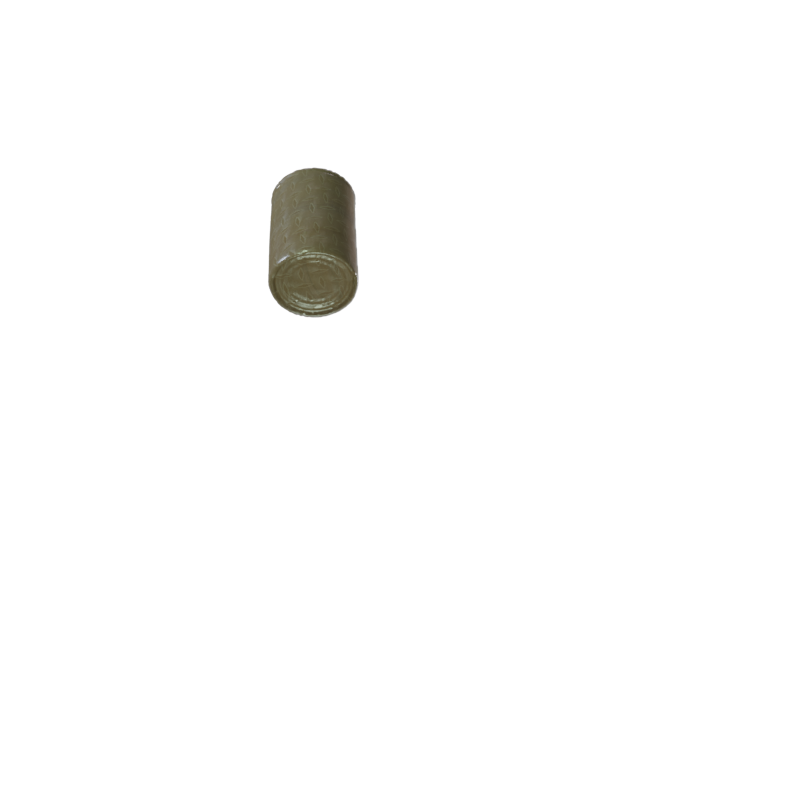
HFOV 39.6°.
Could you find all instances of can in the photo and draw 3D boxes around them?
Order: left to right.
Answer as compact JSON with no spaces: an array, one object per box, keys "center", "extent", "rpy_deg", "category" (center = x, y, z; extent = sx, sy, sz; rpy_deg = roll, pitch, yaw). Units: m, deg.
[{"center":[-0.067,-0.121,0.850],"extent":[0.068,0.064,0.110],"rpy_deg":[-1,44,-3],"category":"can"}]
